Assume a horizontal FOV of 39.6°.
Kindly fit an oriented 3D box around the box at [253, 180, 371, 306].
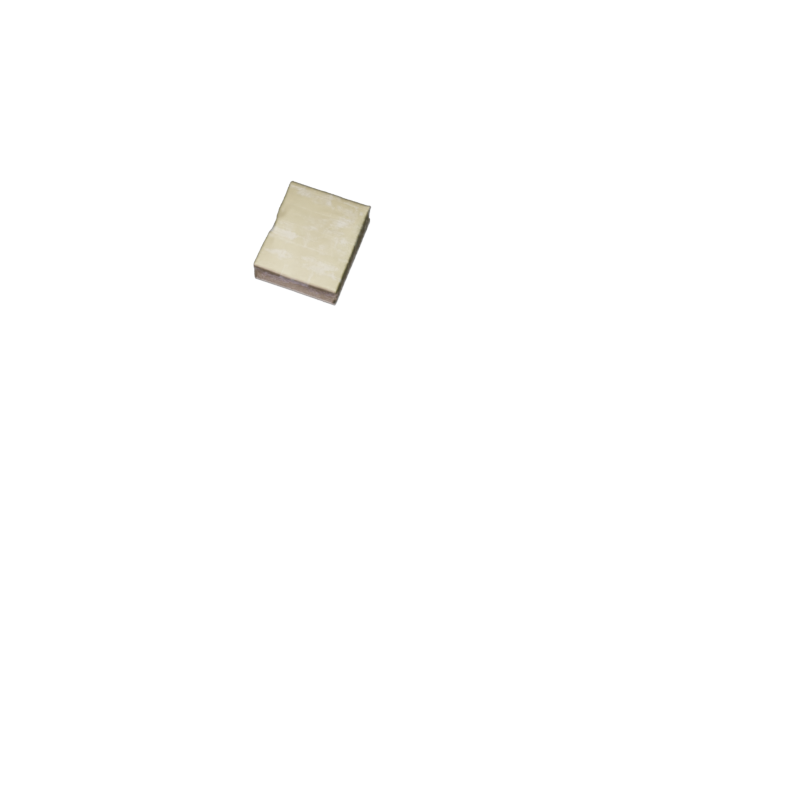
[{"bbox_3d":[-0.072,-0.132,0.924,0.074,0.093,0.028,18,-25,8],"label":"box"}]
